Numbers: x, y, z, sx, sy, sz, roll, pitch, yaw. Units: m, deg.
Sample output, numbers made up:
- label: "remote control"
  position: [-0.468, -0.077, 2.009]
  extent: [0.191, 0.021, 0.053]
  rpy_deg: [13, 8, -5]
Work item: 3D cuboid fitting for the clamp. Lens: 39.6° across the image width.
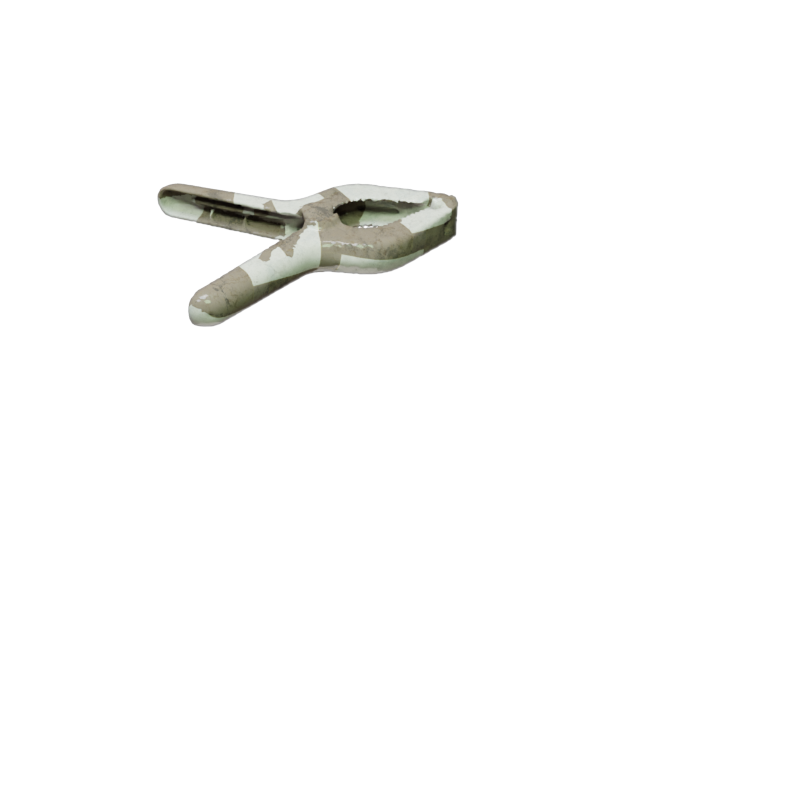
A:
- label: "clamp"
  position: [-0.059, -0.108, 0.756]
  extent: [0.208, 0.034, 0.177]
  rpy_deg: [-5, 37, -7]
